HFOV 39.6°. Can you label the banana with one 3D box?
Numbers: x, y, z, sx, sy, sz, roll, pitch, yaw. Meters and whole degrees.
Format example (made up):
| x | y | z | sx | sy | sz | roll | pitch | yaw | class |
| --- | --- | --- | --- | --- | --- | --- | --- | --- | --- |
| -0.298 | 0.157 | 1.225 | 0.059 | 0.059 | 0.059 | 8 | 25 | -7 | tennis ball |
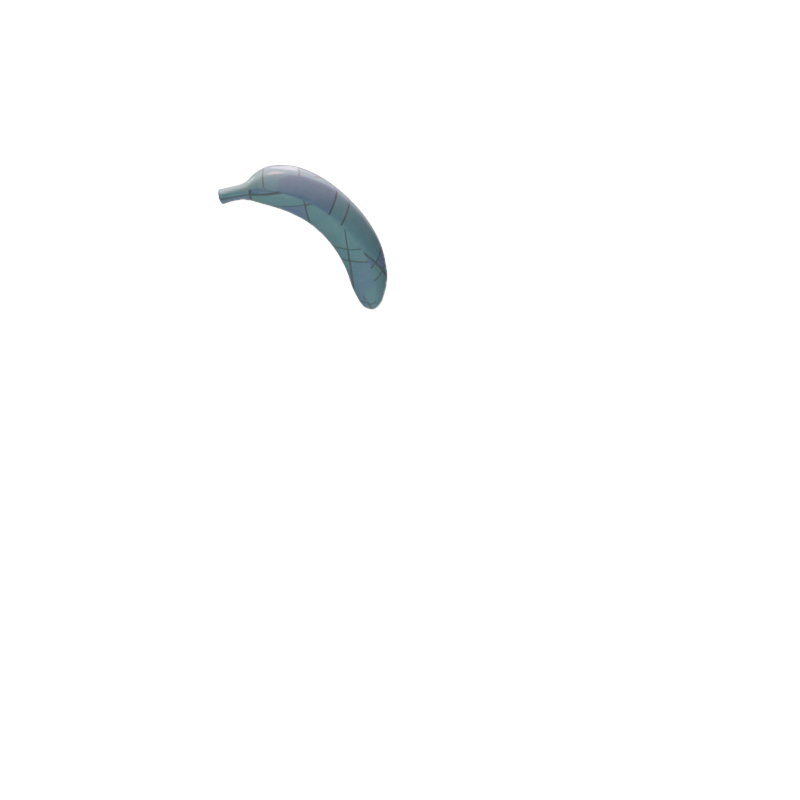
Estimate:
| x | y | z | sx | sy | sz | roll | pitch | yaw | class |
| --- | --- | --- | --- | --- | --- | --- | --- | --- | --- |
| -0.063 | -0.145 | 0.942 | 0.069 | 0.039 | 0.185 | -30 | -49 | 30 | banana |
